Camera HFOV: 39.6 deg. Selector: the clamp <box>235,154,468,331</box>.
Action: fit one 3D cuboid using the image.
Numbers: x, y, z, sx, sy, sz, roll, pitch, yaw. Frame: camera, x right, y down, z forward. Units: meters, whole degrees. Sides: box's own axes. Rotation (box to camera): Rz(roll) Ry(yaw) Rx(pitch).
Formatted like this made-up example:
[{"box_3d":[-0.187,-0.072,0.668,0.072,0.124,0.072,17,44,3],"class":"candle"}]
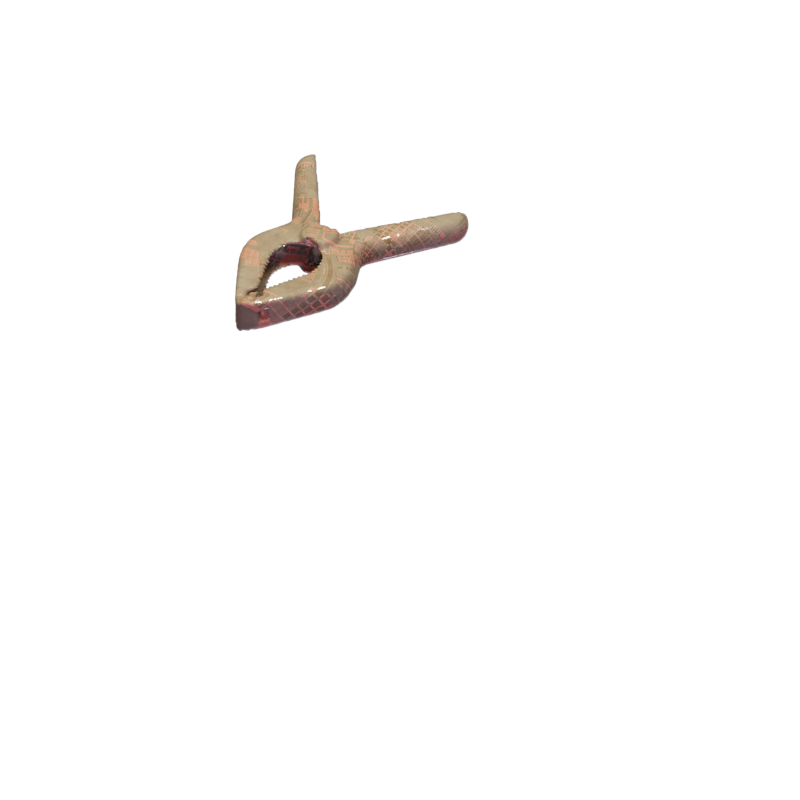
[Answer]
[{"box_3d":[-0.069,-0.126,0.883,0.175,0.034,0.212,29,49,28],"class":"clamp"}]
